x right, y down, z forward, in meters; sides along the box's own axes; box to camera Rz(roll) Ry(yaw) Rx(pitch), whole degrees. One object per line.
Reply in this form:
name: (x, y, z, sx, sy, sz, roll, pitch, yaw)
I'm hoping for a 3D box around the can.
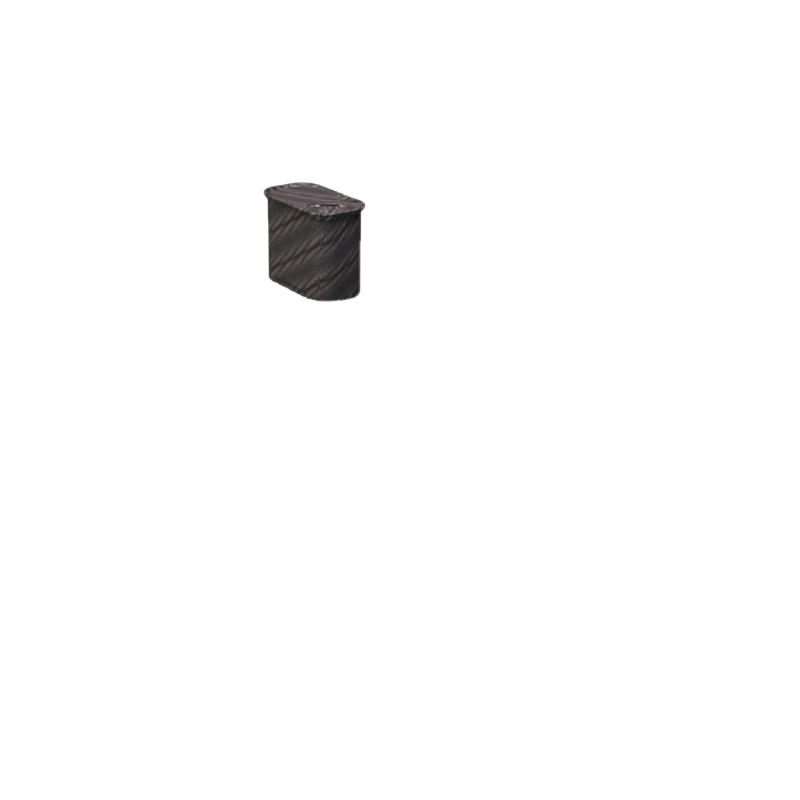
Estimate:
can: (-0.077, -0.141, 0.990, 0.056, 0.080, 0.109, -14, 27, -34)
